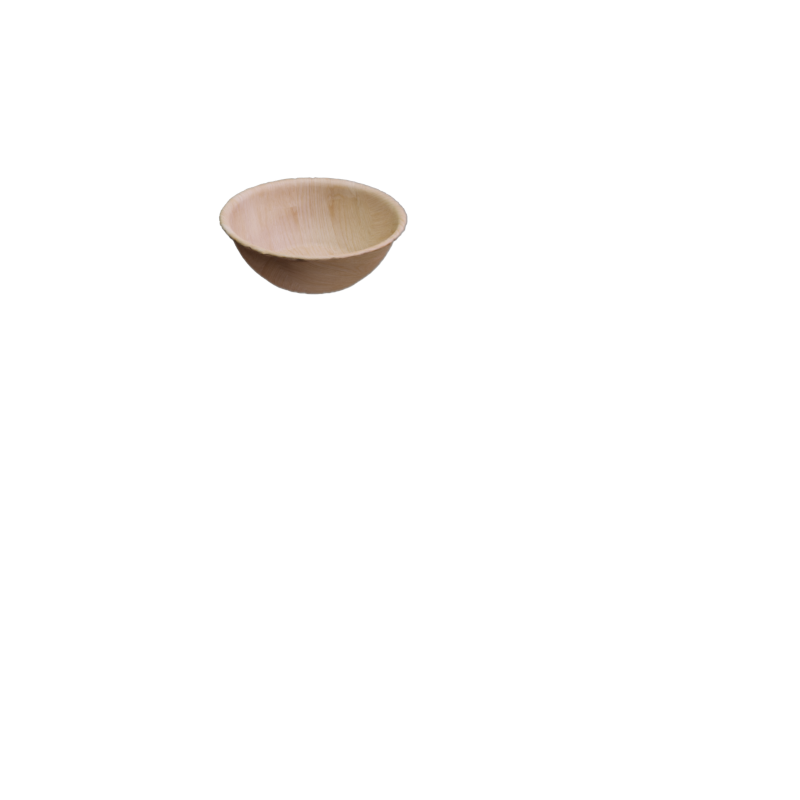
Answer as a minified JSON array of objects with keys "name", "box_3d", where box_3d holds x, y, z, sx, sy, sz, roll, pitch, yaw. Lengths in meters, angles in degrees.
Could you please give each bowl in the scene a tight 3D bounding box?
[{"name":"bowl","box_3d":[-0.076,-0.138,0.965,0.162,0.052,0.173,-1,33,-2]}]
